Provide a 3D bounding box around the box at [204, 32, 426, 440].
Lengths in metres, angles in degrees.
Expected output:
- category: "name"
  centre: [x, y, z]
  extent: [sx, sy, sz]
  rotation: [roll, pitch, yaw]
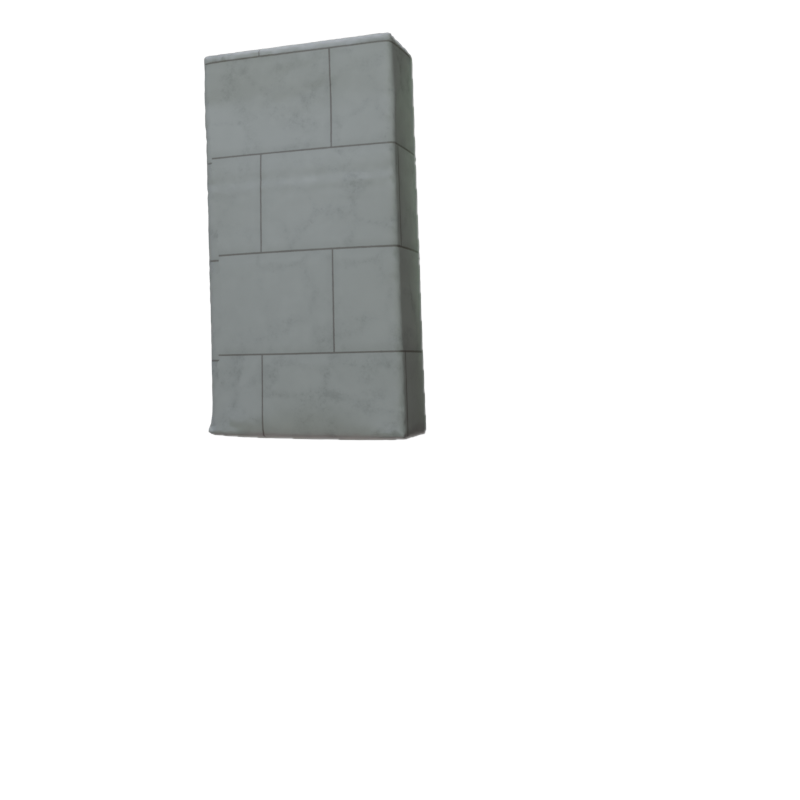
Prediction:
- category: "box"
  centre: [-0.039, -0.072, 0.504]
  extent: [0.095, 0.180, 0.046]
  rotation: [-3, -8, 19]
